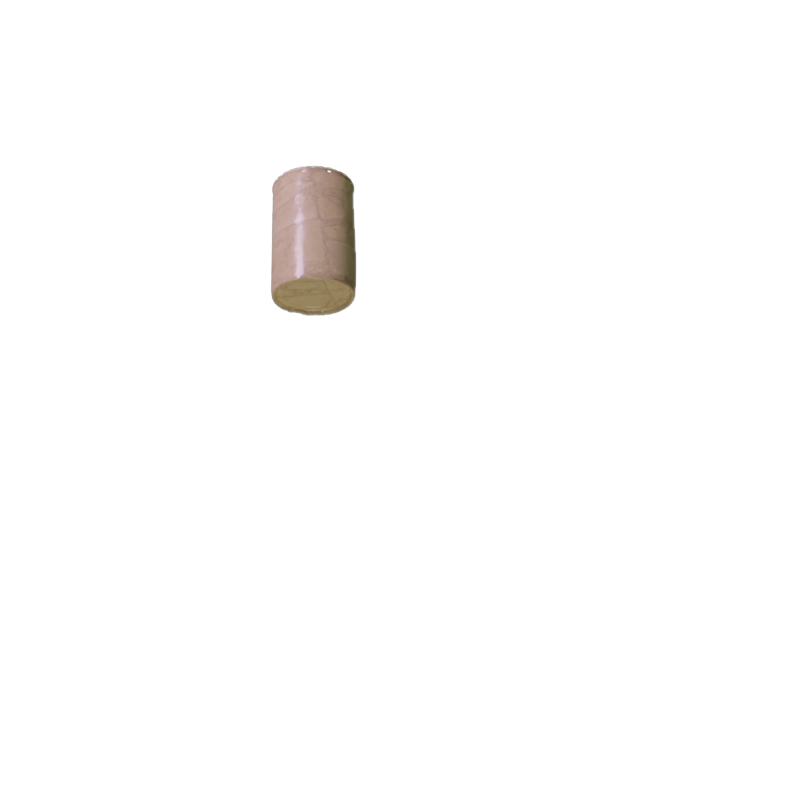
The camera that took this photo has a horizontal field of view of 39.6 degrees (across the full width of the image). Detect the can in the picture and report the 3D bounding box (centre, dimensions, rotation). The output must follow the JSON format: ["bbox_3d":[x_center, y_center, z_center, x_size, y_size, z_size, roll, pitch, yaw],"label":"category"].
[{"bbox_3d":[-0.070,-0.127,0.889,0.068,0.109,0.065,0,-27,-2],"label":"can"}]
